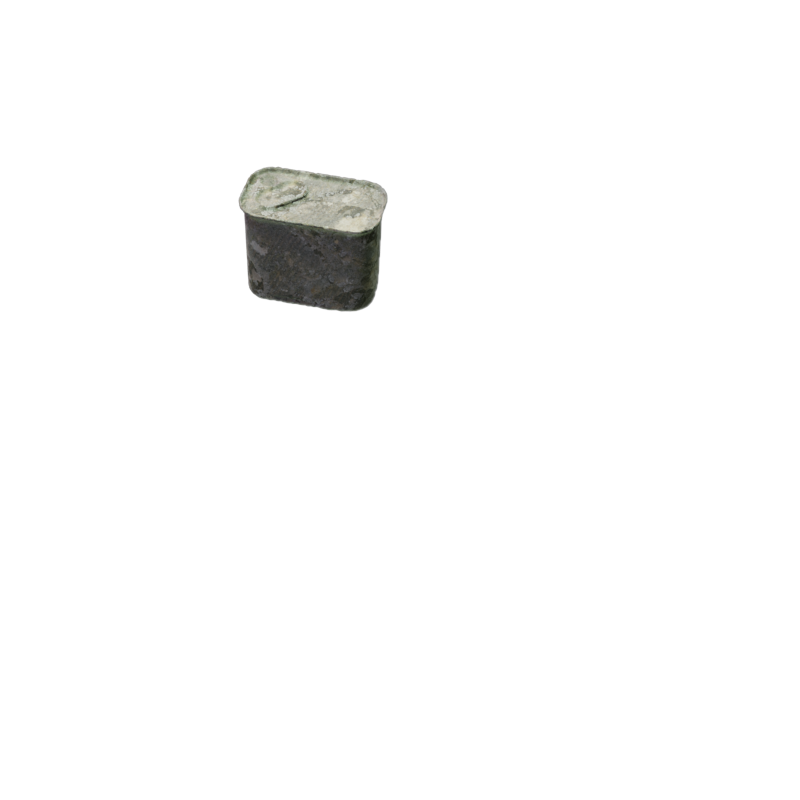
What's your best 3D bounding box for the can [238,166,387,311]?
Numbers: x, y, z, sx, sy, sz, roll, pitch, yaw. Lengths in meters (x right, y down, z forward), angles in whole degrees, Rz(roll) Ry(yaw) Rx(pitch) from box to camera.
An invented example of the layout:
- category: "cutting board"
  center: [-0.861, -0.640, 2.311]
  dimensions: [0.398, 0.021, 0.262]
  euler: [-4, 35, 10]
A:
- category: "can"
  center: [-0.063, -0.115, 0.803]
  dimensions: [0.104, 0.078, 0.061]
  euler: [11, 46, 8]
